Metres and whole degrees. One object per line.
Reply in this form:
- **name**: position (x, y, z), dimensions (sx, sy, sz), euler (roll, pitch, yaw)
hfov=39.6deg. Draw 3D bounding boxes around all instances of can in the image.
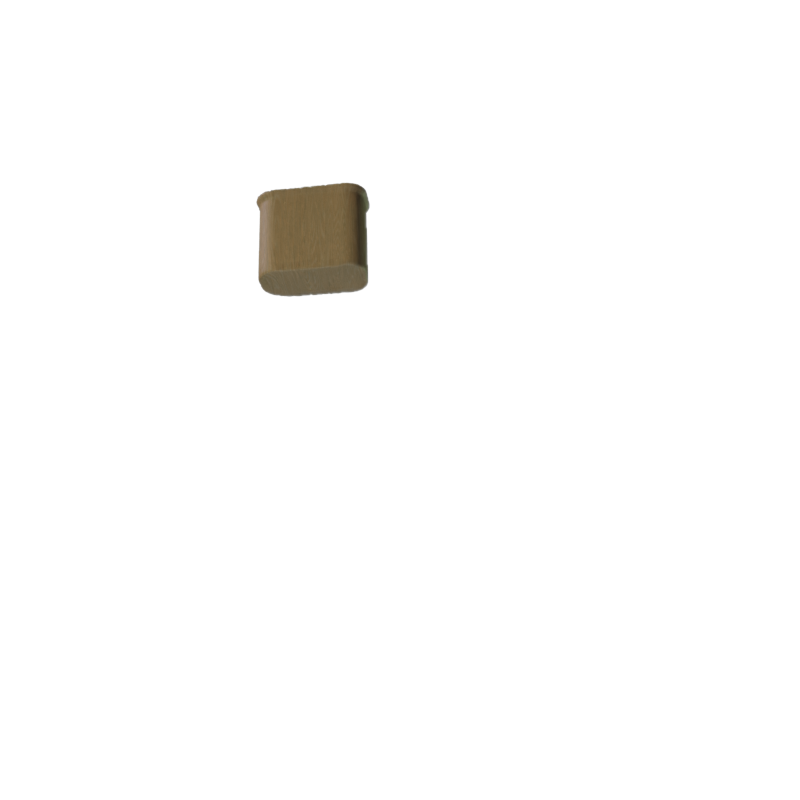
- **can**: position (-0.078, -0.143, 0.999), dimensions (0.103, 0.089, 0.054), euler (-5, -27, 7)
